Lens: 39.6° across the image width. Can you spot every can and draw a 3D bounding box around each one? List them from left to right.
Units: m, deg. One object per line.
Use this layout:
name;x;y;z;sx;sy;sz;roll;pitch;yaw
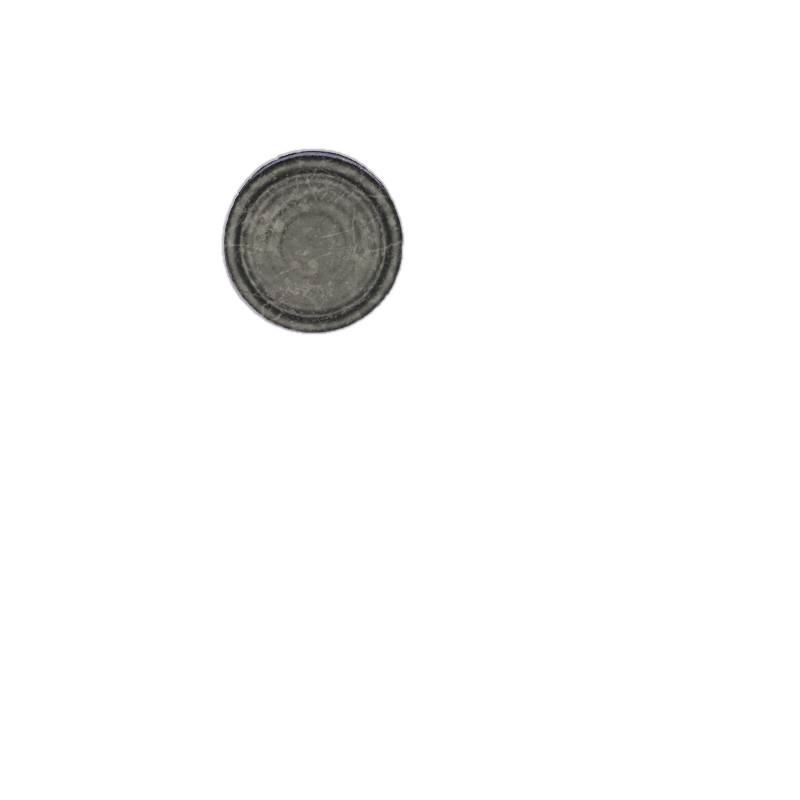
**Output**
can;-0.041;-0.076;0.529;0.086;0.084;0.034;0;9;-1
